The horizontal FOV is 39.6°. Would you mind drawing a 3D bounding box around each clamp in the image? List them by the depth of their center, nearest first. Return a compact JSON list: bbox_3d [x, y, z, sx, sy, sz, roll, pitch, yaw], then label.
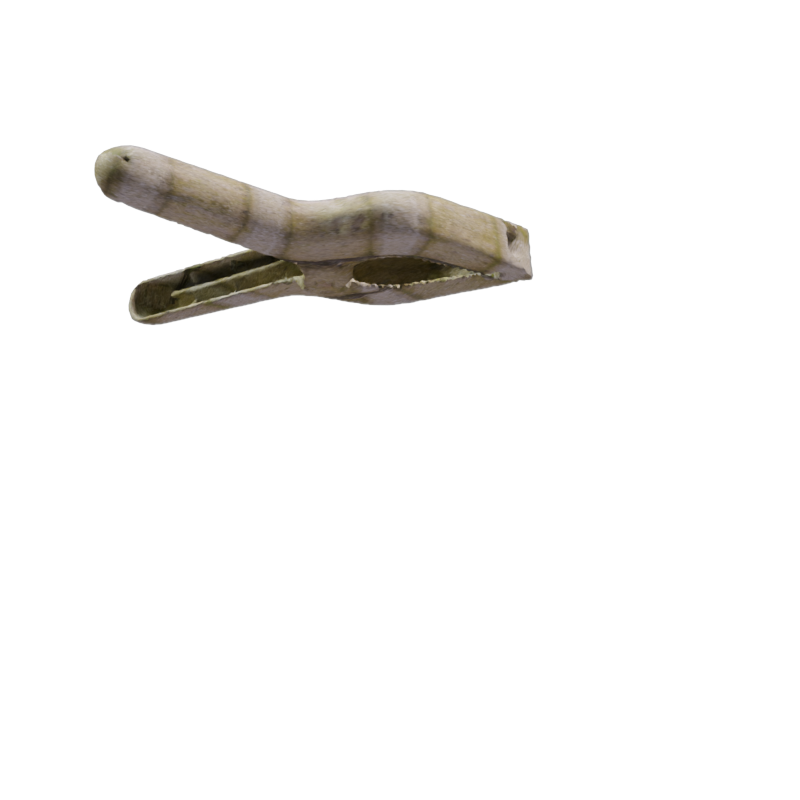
[{"bbox_3d":[-0.041,-0.075,0.529,0.211,0.038,0.156,-1,-17,2],"label":"clamp"}]
